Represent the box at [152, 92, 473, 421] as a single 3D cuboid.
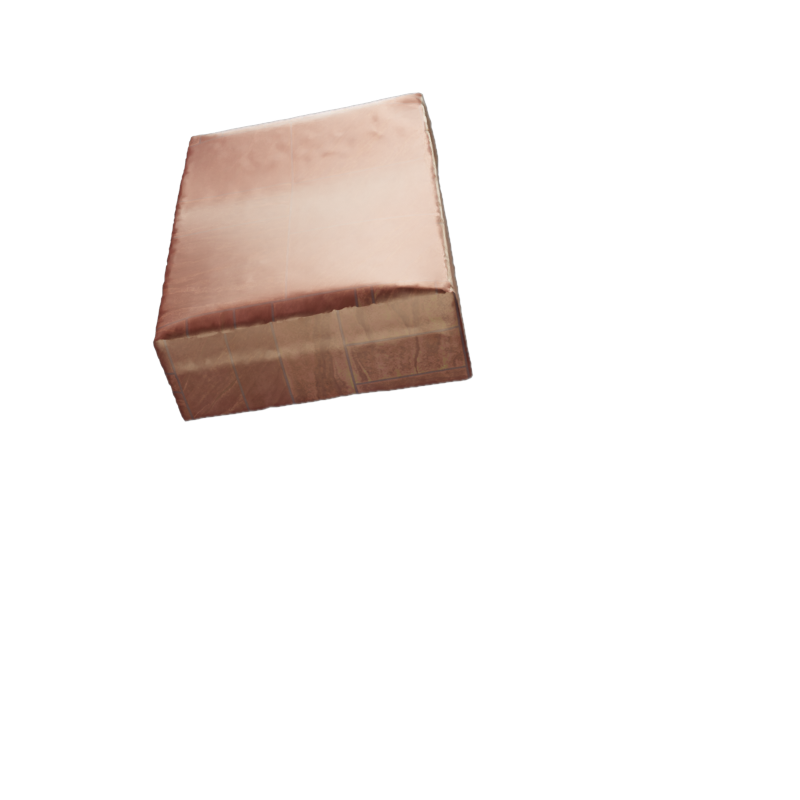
[{"bbox_3d":[-0.052,-0.096,0.670,0.165,0.066,0.229,-10,42,6],"label":"box"}]
